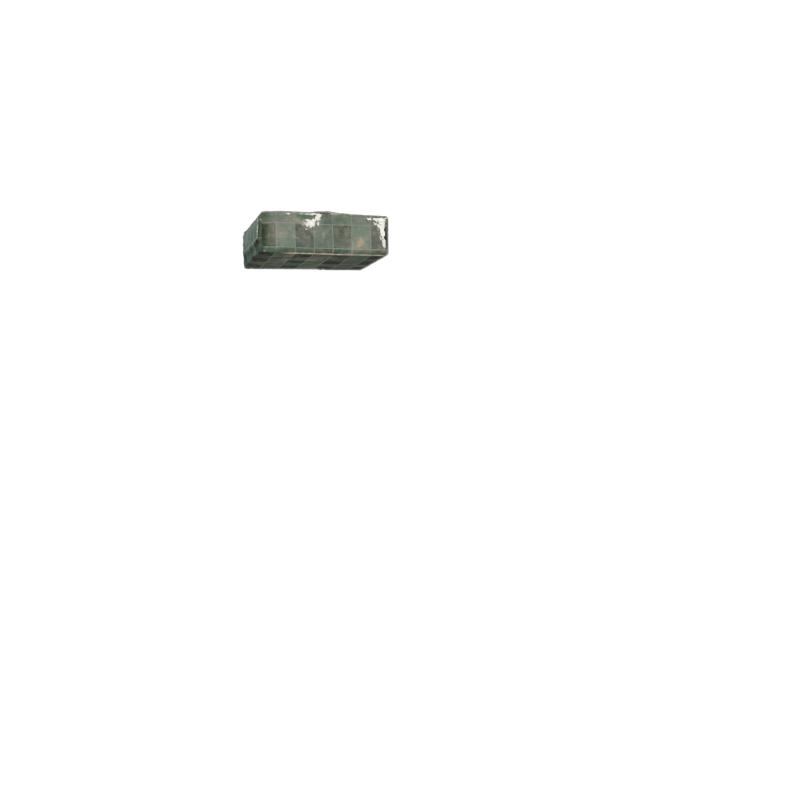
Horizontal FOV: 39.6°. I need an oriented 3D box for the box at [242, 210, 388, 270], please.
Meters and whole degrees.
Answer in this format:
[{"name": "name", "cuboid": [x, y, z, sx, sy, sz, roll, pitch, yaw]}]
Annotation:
[{"name": "box", "cuboid": [-0.060, -0.109, 0.762, 0.088, 0.031, 0.073, 1, -3, -13]}]
